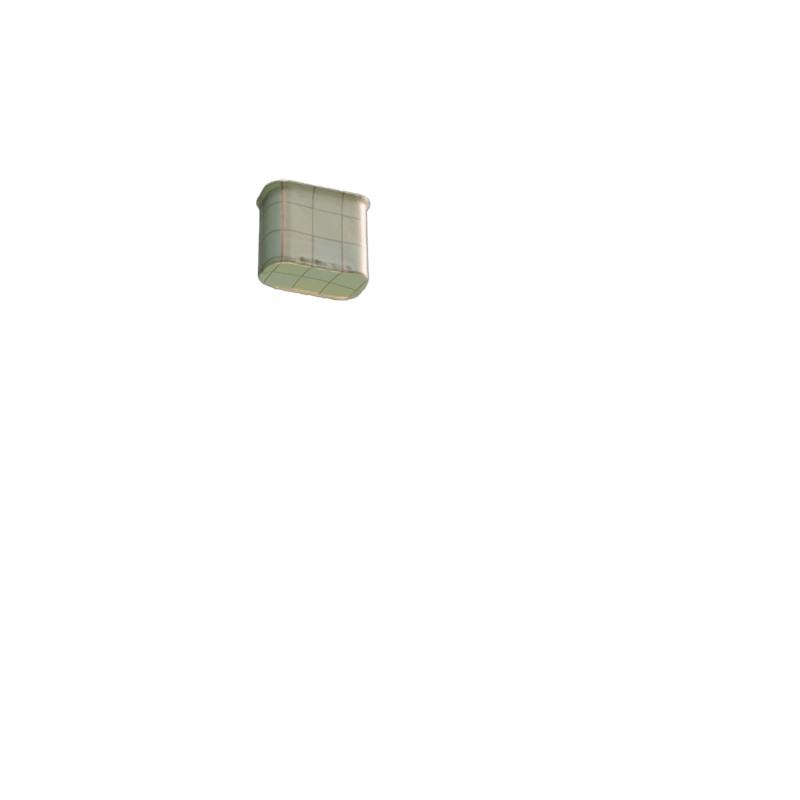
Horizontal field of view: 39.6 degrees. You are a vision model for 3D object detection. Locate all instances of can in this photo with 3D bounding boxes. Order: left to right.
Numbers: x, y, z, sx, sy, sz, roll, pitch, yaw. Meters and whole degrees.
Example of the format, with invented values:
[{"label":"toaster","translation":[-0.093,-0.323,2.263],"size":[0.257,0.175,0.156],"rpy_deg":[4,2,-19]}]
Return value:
[{"label":"can","translation":[-0.078,-0.142,0.992],"size":[0.099,0.089,0.056],"rpy_deg":[9,-29,-19]}]
